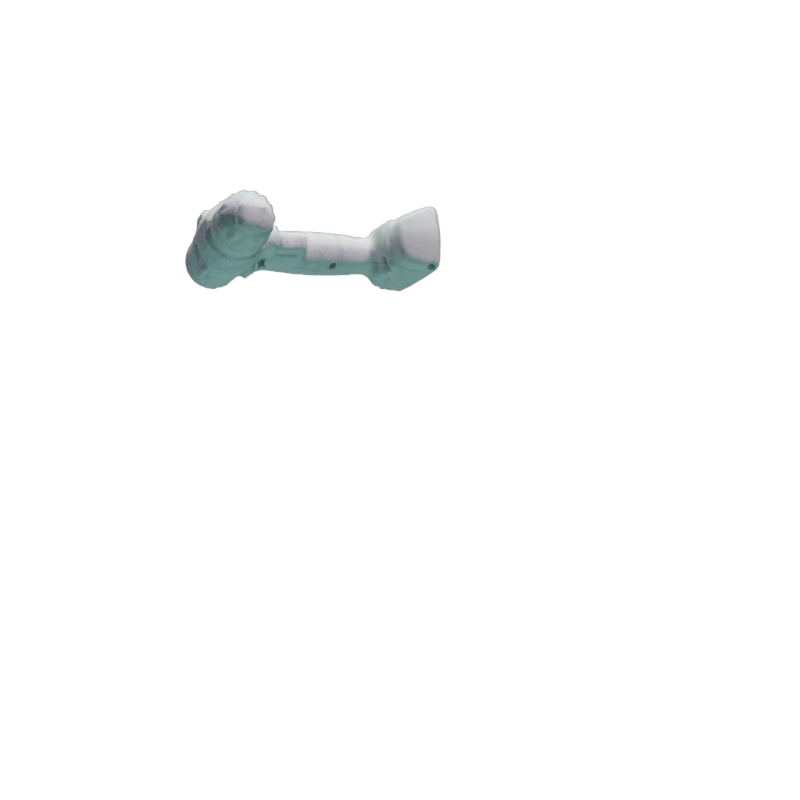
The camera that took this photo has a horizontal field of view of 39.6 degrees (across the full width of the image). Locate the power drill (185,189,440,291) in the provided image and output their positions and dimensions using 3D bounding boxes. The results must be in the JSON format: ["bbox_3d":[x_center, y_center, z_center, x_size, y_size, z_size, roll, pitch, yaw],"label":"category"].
[{"bbox_3d":[-0.068,-0.124,0.868,0.183,0.059,0.185,1,-4,-17],"label":"power drill"}]
